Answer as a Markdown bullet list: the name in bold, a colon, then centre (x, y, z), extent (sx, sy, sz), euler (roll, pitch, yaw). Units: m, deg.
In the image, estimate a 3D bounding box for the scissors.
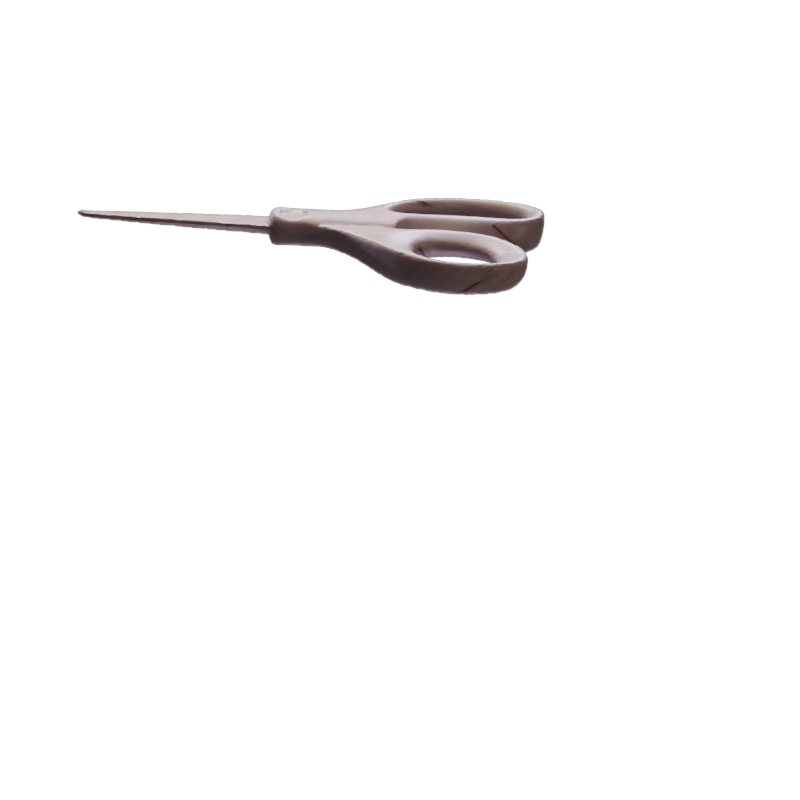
- **scissors**: centre (-0.036, -0.065, 0.458), extent (0.200, 0.015, 0.102), euler (-3, 26, -5)
